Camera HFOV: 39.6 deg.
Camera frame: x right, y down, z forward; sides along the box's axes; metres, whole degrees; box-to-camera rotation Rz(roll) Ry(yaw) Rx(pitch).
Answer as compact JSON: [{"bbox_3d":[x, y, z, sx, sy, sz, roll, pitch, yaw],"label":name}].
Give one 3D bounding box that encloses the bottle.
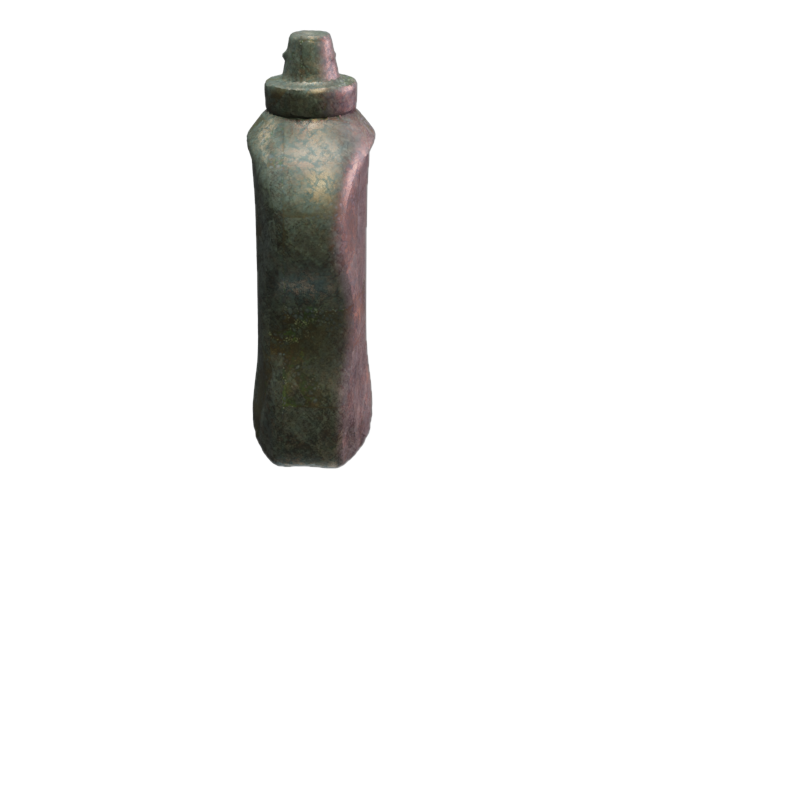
[{"bbox_3d":[-0.041,-0.073,0.511,0.059,0.183,0.100,2,22,2],"label":"bottle"}]
